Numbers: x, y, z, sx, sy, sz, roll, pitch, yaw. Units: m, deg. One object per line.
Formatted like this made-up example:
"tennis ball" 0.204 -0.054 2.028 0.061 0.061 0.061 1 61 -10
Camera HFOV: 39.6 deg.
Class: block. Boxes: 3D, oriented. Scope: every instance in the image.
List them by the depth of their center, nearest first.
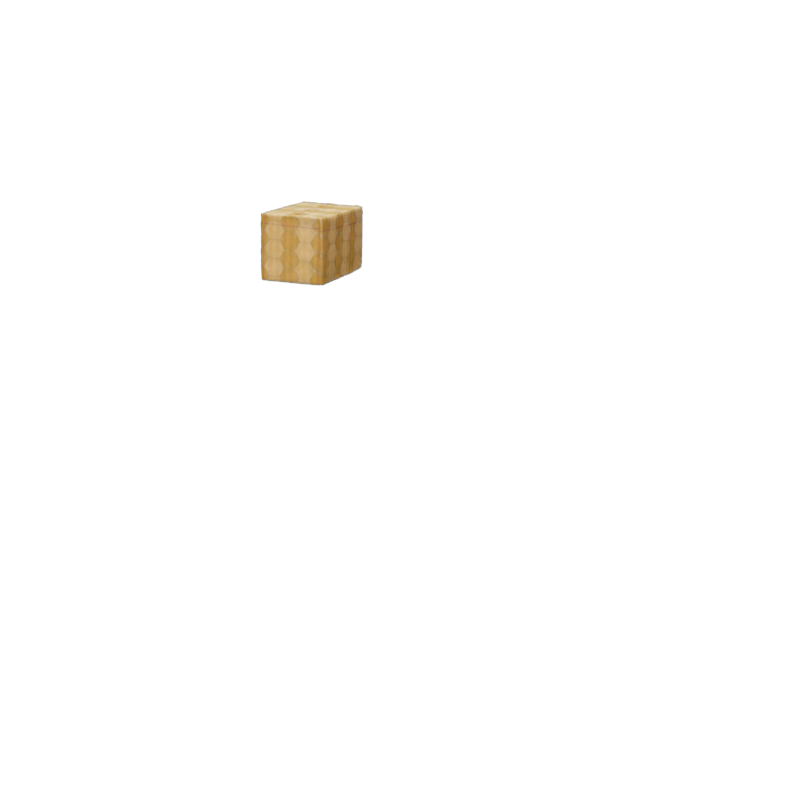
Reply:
"block" -0.066 -0.121 0.848 0.054 0.050 0.078 6 16 21
